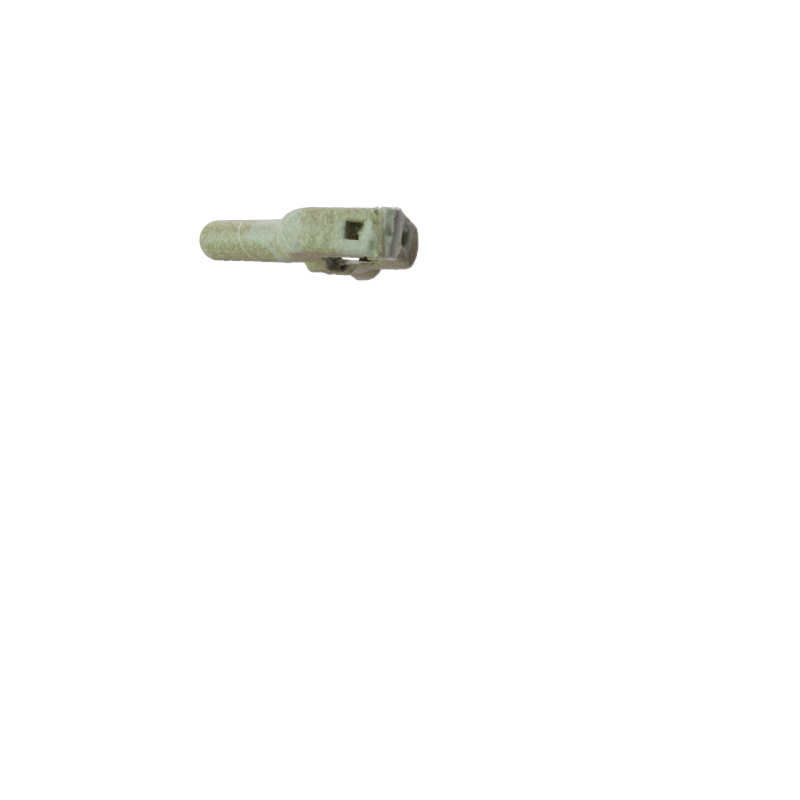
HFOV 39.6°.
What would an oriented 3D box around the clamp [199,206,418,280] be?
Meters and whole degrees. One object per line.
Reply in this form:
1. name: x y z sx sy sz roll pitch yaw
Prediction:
1. clamp: -0.050 -0.091 0.641 0.118 0.040 0.173 0 0 -15
